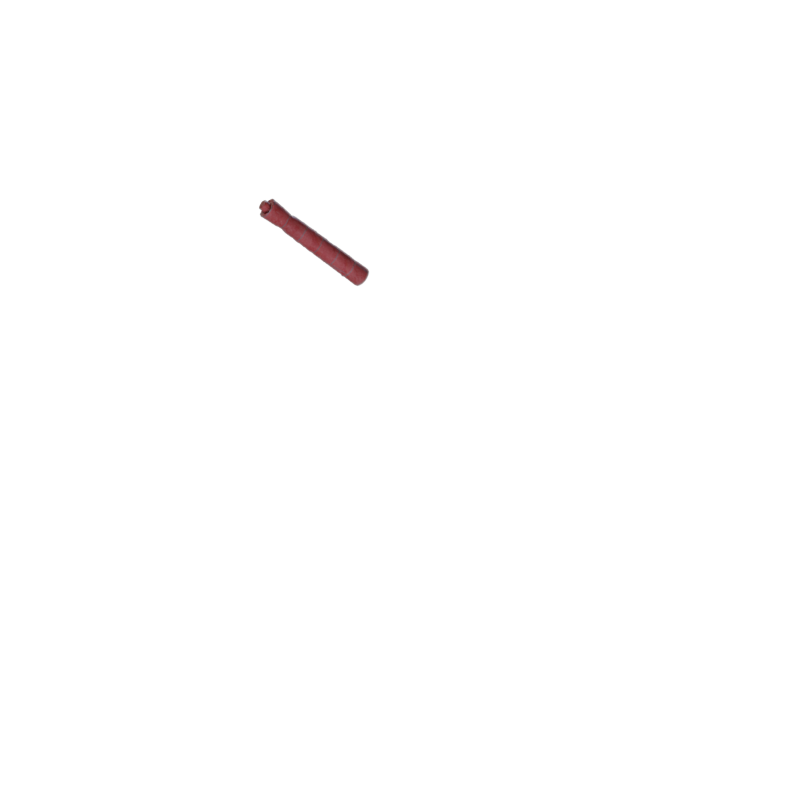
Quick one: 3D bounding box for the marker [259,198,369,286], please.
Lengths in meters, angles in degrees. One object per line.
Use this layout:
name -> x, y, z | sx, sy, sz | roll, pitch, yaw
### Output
marker -> -0.077, -0.141, 0.986 | 0.114, 0.020, 0.020 | 34, -14, -25
